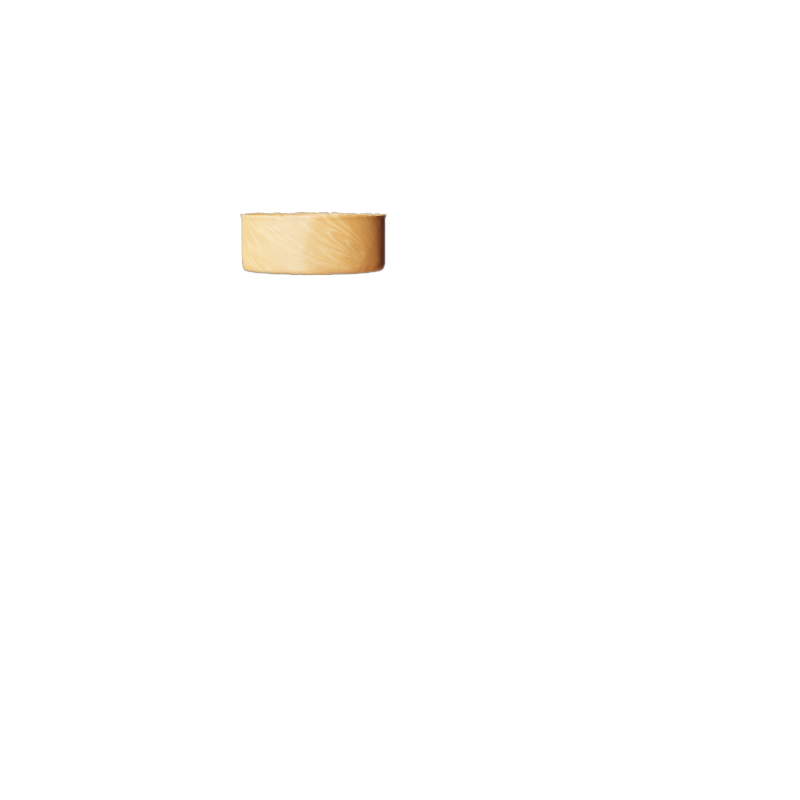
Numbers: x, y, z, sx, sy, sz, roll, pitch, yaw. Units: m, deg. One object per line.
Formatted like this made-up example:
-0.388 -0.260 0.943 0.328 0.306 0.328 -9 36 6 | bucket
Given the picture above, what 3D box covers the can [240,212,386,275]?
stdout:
-0.051 -0.093 0.650 0.086 0.033 0.087 0 10 -2 | can
